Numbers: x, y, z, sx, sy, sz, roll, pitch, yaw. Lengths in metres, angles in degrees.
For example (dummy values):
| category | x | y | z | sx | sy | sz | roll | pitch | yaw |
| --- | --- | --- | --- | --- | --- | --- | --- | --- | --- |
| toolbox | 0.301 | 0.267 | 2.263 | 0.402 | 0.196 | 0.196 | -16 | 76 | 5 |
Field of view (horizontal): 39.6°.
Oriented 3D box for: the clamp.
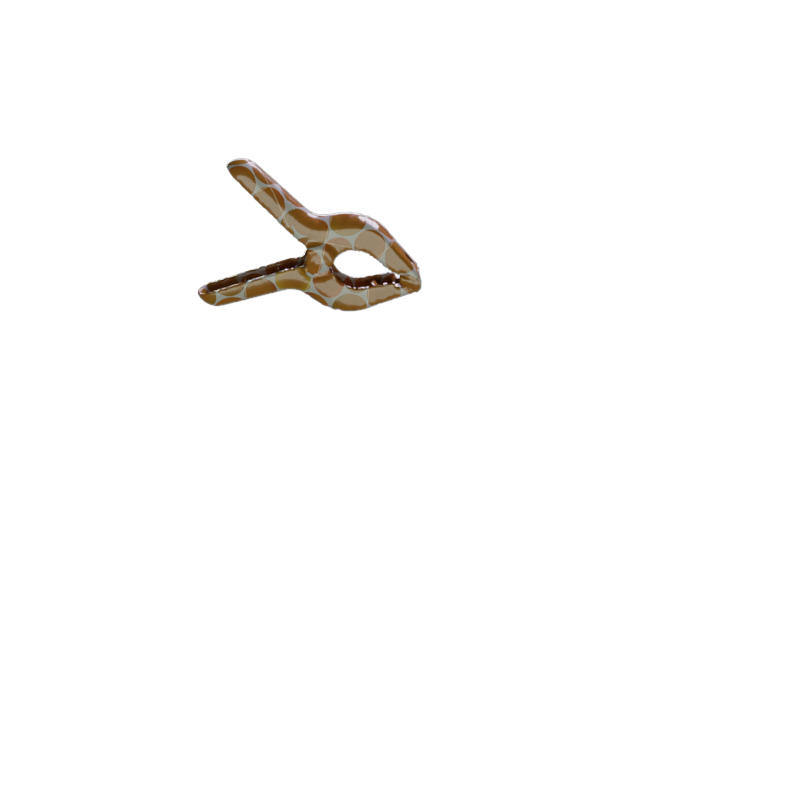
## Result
| category | x | y | z | sx | sy | sz | roll | pitch | yaw |
| --- | --- | --- | --- | --- | --- | --- | --- | --- | --- |
| clamp | -0.066 | -0.121 | 0.844 | 0.171 | 0.113 | 0.042 | 5 | 30 | -3 |
